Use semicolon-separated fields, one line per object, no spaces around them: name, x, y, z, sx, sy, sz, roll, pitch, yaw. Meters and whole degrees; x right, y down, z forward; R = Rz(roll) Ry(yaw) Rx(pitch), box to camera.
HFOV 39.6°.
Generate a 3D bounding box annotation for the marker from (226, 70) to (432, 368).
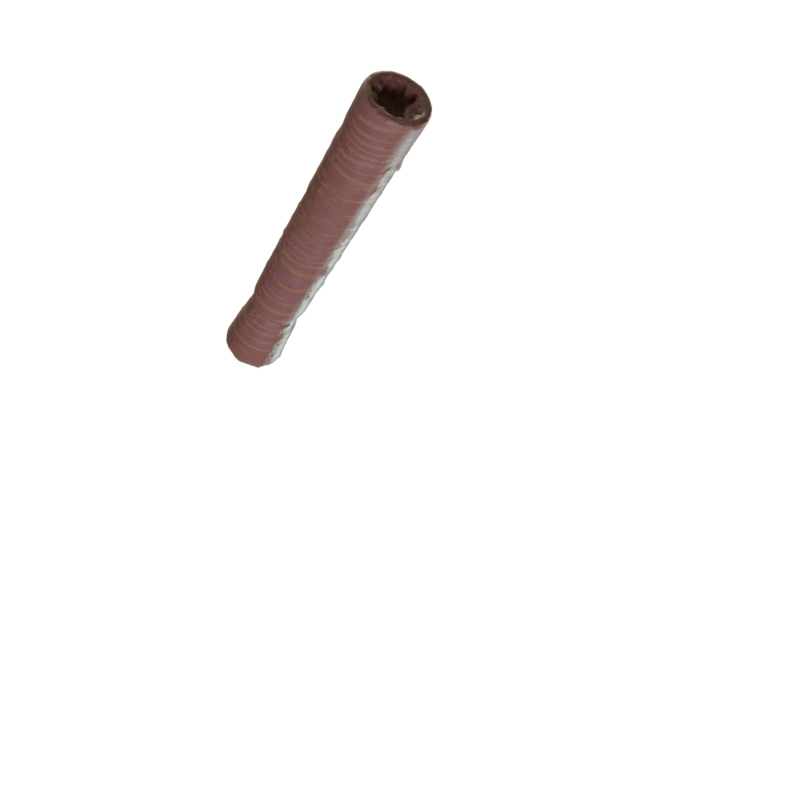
marker;-0.025;-0.045;0.314;0.019;0.021;0.117;-1;-30;-29
